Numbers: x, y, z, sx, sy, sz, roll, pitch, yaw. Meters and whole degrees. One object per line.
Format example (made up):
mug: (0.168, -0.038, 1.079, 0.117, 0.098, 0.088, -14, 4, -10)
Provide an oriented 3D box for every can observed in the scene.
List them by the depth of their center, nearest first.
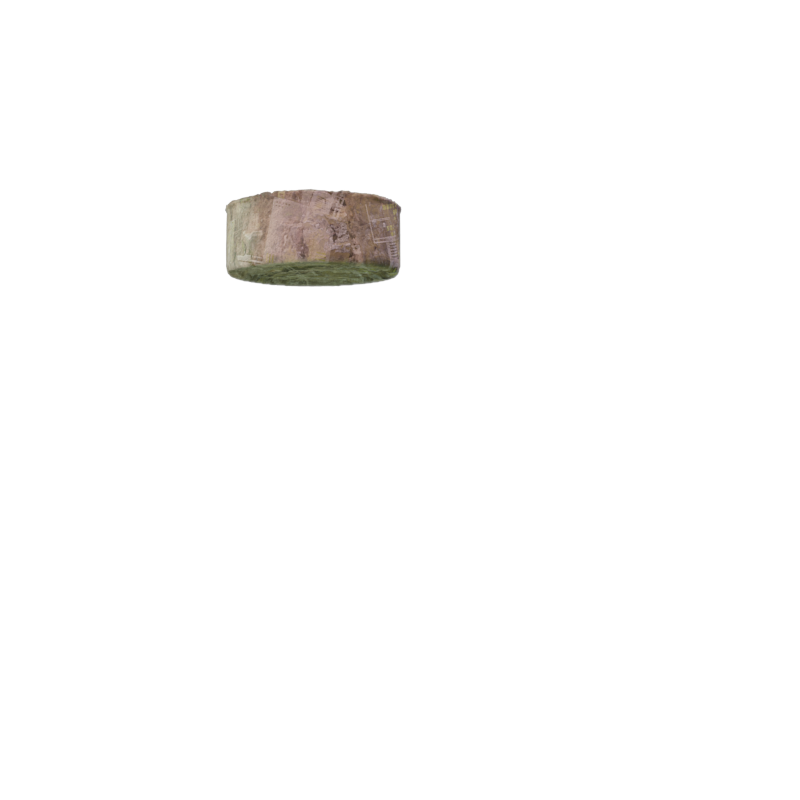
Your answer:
can: (-0.042, -0.077, 0.538, 0.086, 0.034, 0.085, 0, -3, -2)
